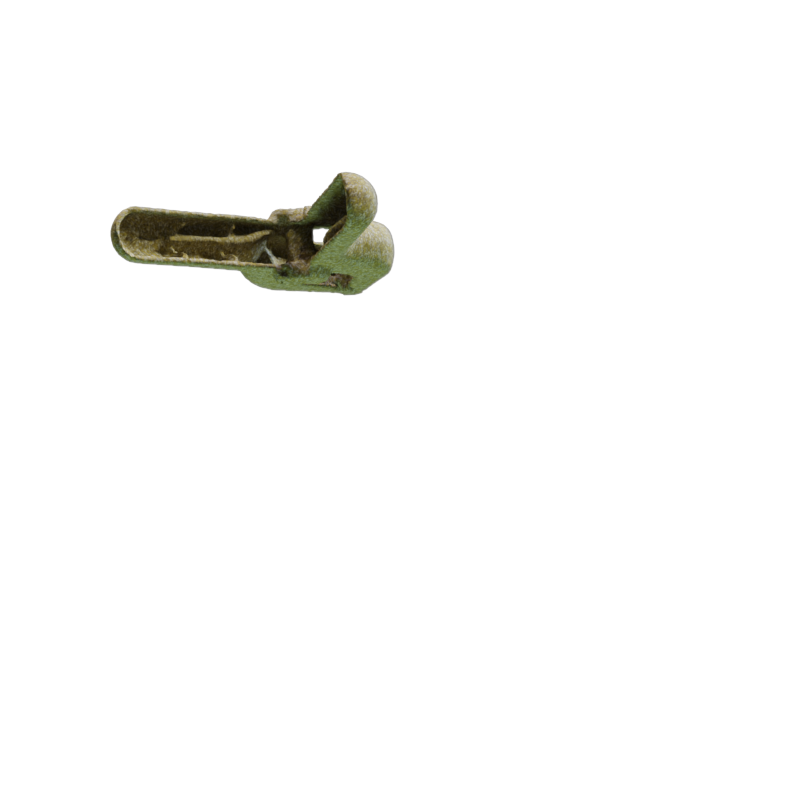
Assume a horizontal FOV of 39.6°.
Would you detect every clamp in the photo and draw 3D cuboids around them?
[{"bbox_3d":[-0.041,-0.076,0.530,0.124,0.039,0.165,0,1,26],"label":"clamp"}]
